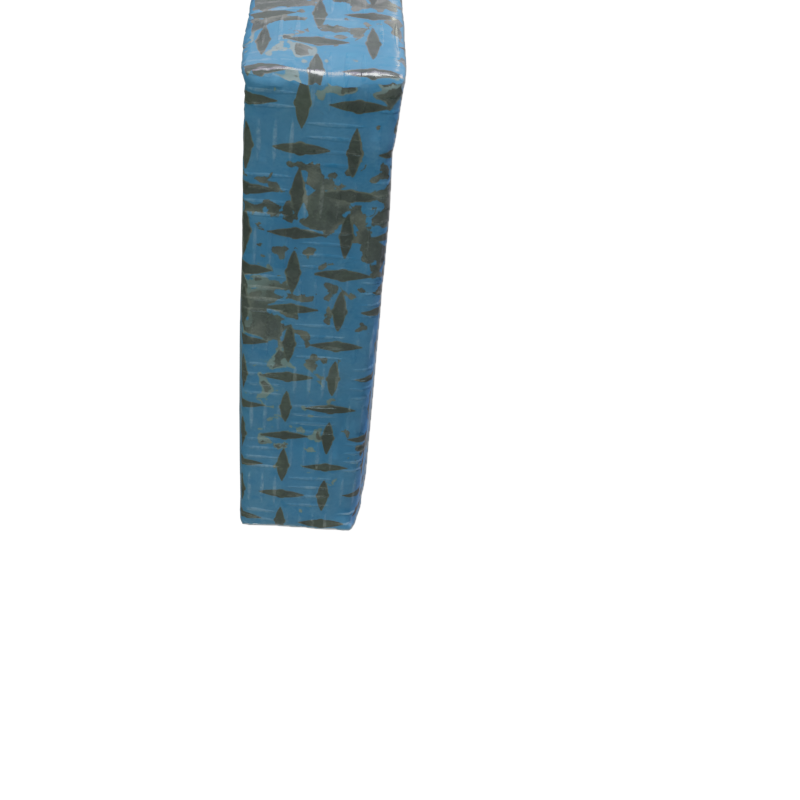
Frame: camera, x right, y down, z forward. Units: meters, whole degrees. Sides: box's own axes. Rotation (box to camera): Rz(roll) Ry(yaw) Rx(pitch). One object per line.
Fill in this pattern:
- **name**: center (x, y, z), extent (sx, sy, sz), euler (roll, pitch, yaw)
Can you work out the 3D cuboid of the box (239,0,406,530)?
- **box**: center (-0.028, -0.050, 0.348), extent (0.048, 0.164, 0.100), euler (1, 42, -3)
